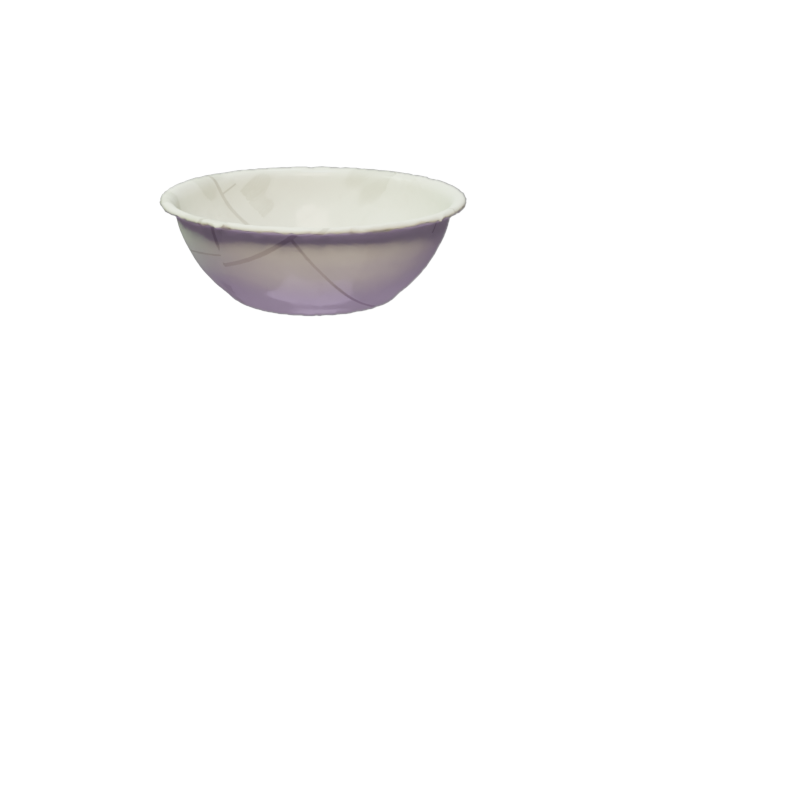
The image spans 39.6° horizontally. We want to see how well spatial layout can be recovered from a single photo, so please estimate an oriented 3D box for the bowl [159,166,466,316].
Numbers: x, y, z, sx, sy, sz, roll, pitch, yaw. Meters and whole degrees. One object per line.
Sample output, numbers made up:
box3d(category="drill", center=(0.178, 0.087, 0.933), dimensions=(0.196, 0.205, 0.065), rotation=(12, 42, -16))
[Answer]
box3d(category="bowl", center=(-0.047, -0.085, 0.594), dimensions=(0.162, 0.053, 0.169), rotation=(-1, 22, -2))
